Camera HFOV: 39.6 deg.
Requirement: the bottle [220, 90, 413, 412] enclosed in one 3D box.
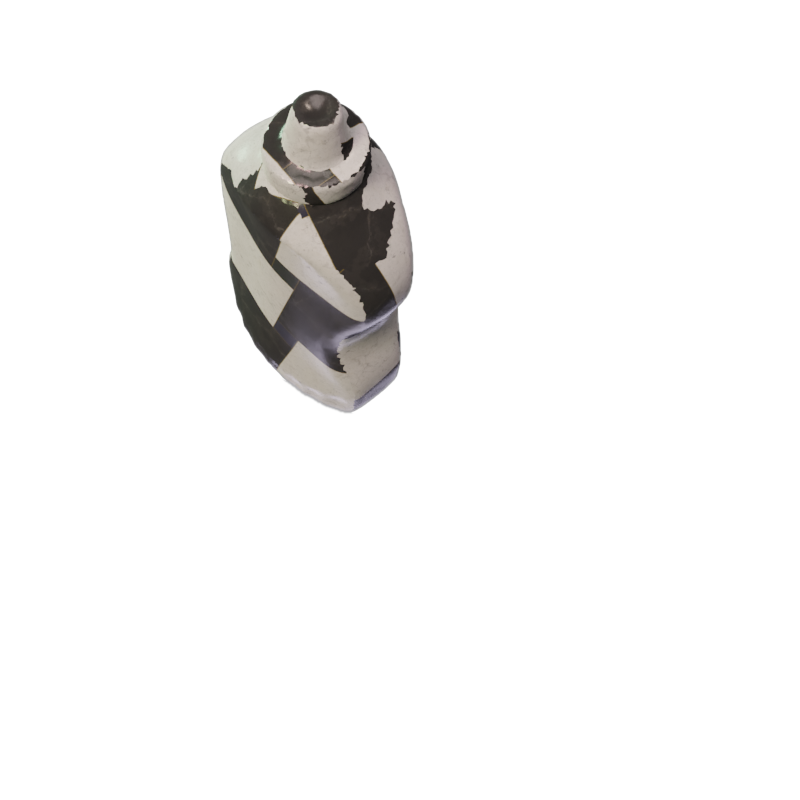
[{"bbox_3d":[-0.037,-0.068,0.472,0.059,0.101,0.182,-35,-17,-17],"label":"bottle"}]
